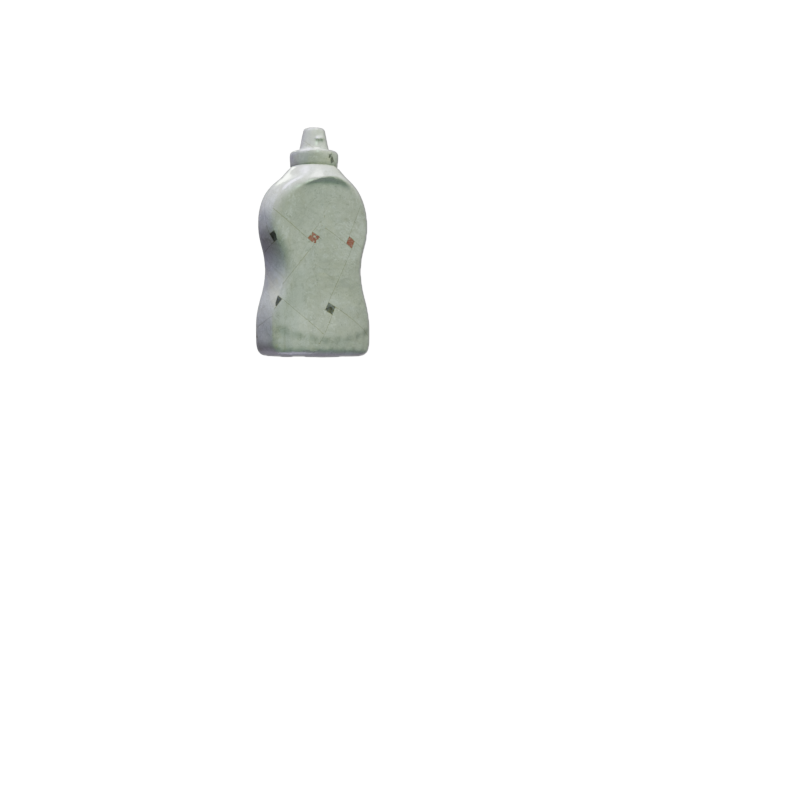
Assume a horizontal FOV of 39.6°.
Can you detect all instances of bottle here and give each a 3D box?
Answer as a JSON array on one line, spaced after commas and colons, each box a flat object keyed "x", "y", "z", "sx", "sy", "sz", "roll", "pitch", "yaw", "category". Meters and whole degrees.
[{"x": -0.072, "y": -0.133, "z": 0.928, "sx": 0.092, "sy": 0.195, "sz": 0.060, "roll": 3, "pitch": -7, "yaw": -31, "category": "bottle"}]
